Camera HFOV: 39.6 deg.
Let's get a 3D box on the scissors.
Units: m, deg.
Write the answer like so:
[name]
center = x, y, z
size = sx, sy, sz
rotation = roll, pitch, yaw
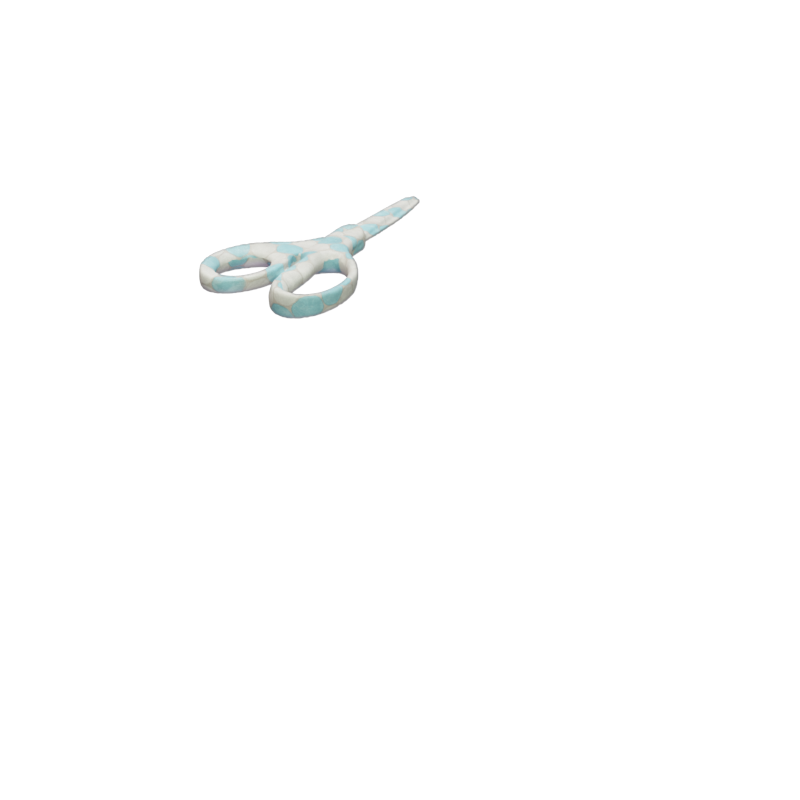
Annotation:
[scissors]
center = -0.051, -0.093, 0.654
size = 0.098, 0.015, 0.208
rotation = 5, 26, 9
